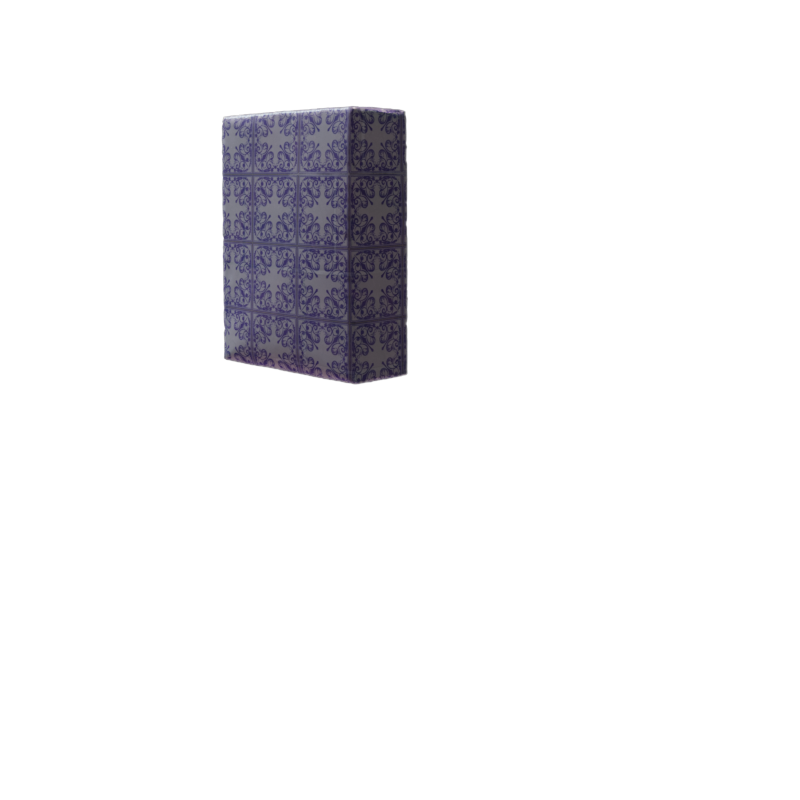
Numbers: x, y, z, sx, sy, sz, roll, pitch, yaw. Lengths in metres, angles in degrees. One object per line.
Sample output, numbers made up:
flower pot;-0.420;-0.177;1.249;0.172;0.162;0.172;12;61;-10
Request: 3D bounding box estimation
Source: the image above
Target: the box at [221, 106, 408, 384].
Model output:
box;-0.072;-0.131;0.920;0.069;0.212;0.172;-3;7;-45
